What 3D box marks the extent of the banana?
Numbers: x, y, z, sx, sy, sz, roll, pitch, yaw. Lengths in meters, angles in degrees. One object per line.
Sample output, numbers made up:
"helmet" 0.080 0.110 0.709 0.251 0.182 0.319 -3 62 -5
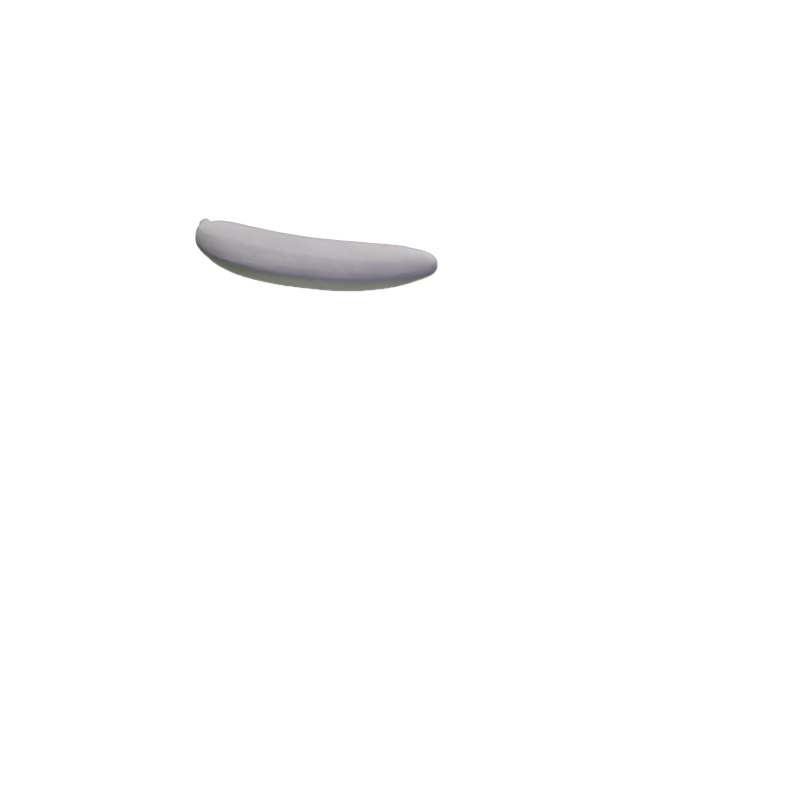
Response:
"banana" -0.075 -0.110 0.820 0.204 0.034 0.072 13 36 18
